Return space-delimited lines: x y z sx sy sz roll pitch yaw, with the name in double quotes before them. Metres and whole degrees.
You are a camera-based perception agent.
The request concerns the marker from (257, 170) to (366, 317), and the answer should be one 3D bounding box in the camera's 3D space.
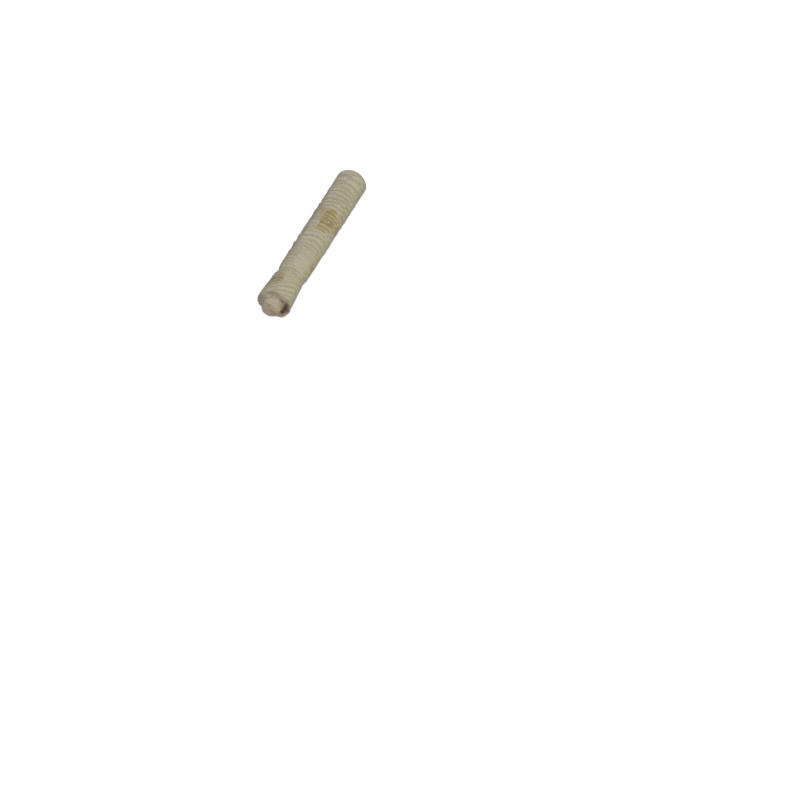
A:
"marker" -0.048 -0.087 0.612 0.020 0.018 0.126 1 41 24
